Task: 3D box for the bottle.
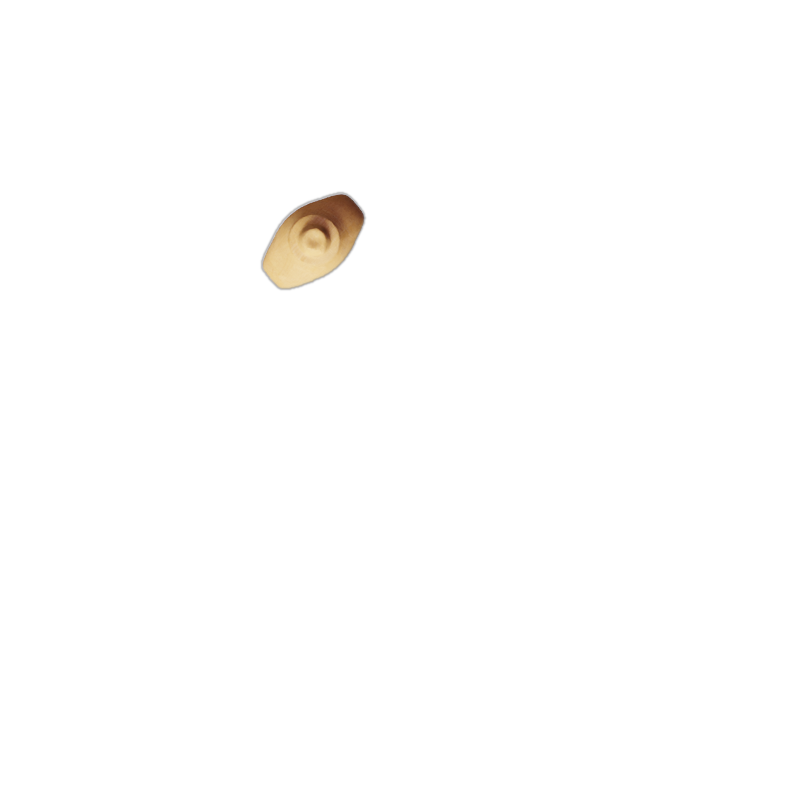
[{"bbox_3d":[-0.073,-0.134,0.942,0.096,0.058,0.193,-39,7,0],"label":"bottle"}]
